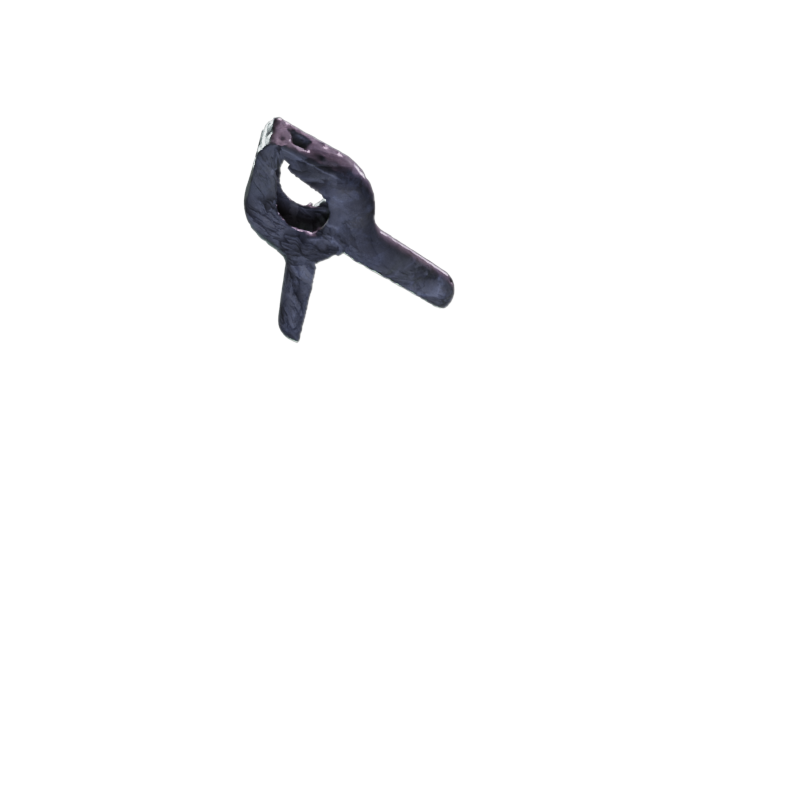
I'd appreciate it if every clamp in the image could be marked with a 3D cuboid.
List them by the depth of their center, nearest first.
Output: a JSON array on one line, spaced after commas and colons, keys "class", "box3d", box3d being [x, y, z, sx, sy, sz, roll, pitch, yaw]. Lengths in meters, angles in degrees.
[{"class": "clamp", "box3d": [-0.054, -0.099, 0.693, 0.120, 0.042, 0.159, -24, -53, 19]}]
